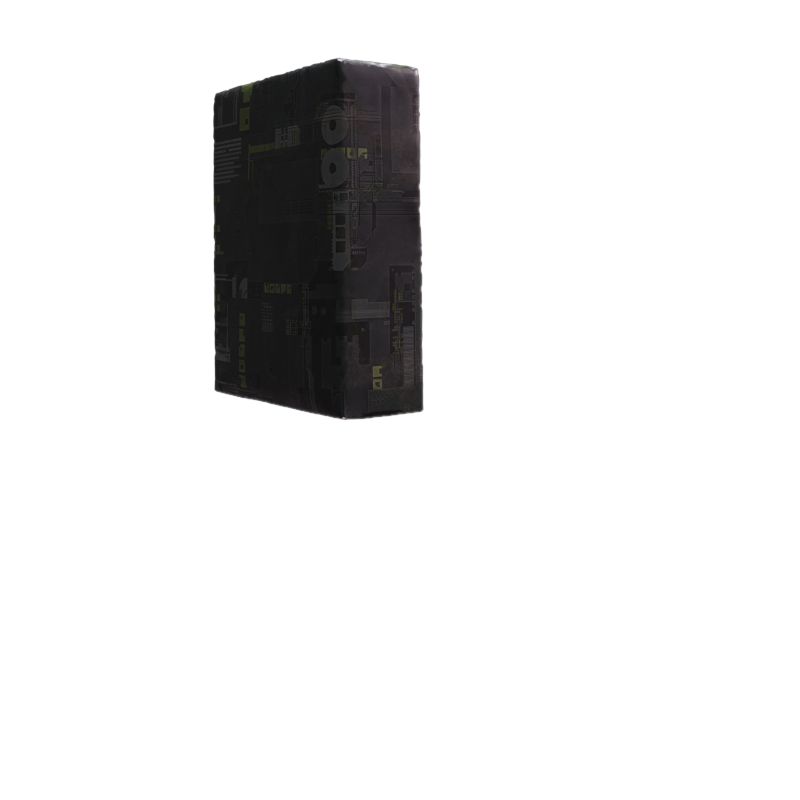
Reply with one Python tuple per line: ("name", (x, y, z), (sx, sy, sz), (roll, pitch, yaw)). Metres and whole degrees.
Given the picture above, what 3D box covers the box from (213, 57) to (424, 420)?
("box", (-0.057, -0.104, 0.730), (0.069, 0.214, 0.170), (0, 1, -35))
